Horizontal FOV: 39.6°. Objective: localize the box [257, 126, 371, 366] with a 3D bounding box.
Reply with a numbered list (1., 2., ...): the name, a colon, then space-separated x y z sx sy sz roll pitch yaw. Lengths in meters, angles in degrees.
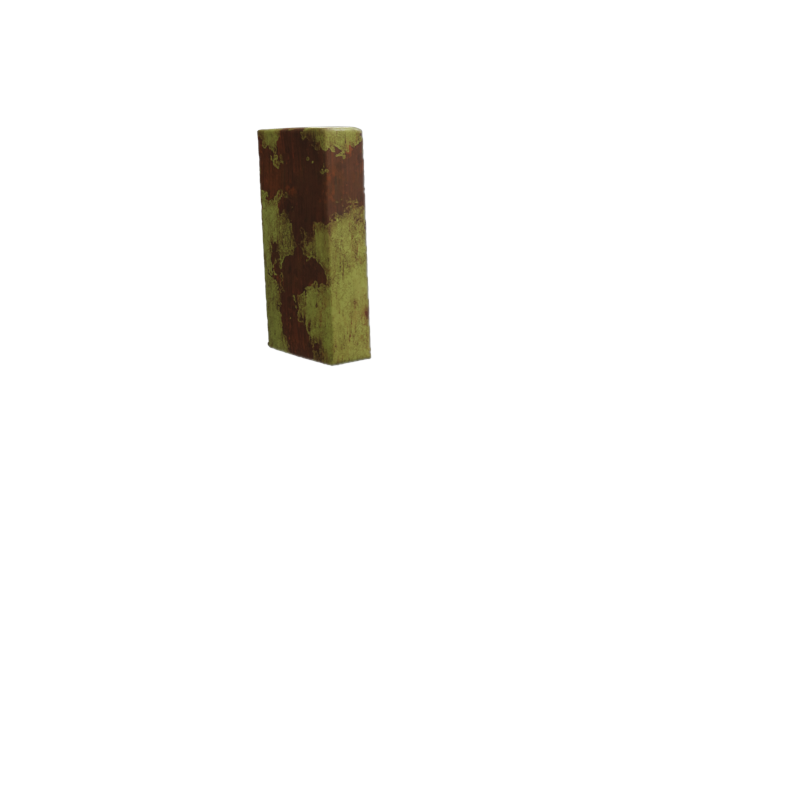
1. box: -0.066 -0.122 0.853 0.046 0.174 0.098 -4 8 -37
